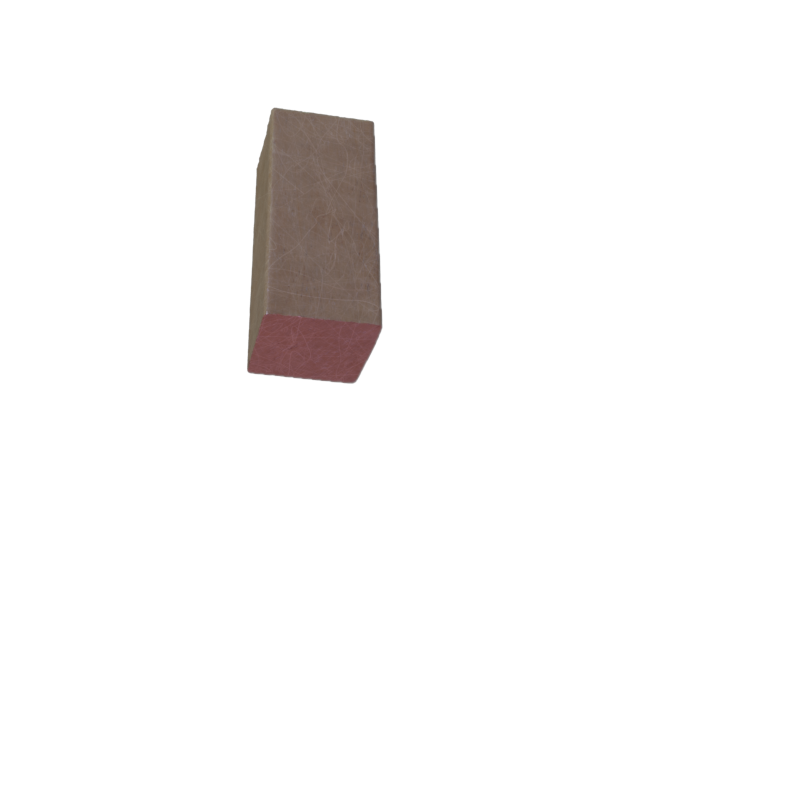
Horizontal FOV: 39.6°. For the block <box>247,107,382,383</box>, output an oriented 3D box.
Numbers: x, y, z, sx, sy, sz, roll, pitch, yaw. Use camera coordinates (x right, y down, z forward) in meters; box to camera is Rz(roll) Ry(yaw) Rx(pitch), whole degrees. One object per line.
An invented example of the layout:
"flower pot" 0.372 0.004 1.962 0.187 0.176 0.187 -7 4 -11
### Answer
"block" -0.070 -0.128 0.900 0.089 0.221 0.086 6 -35 -12
